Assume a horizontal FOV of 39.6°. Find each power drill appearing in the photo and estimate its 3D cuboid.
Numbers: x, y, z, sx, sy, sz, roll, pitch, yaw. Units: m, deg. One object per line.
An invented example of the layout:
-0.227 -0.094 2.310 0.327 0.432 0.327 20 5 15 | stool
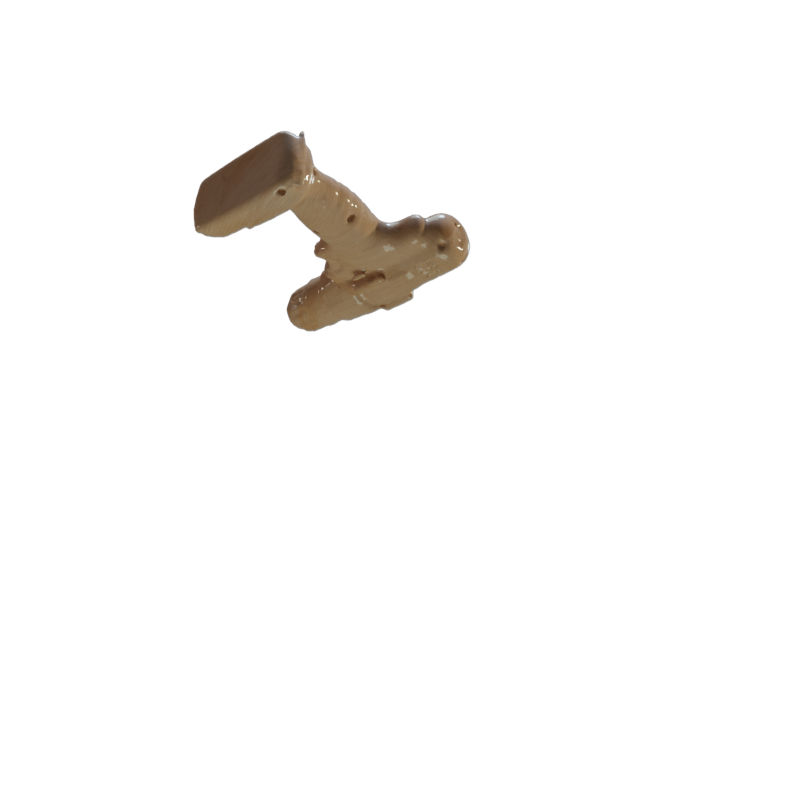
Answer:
-0.068 -0.124 0.869 0.185 0.061 0.175 -25 -38 36 | power drill
